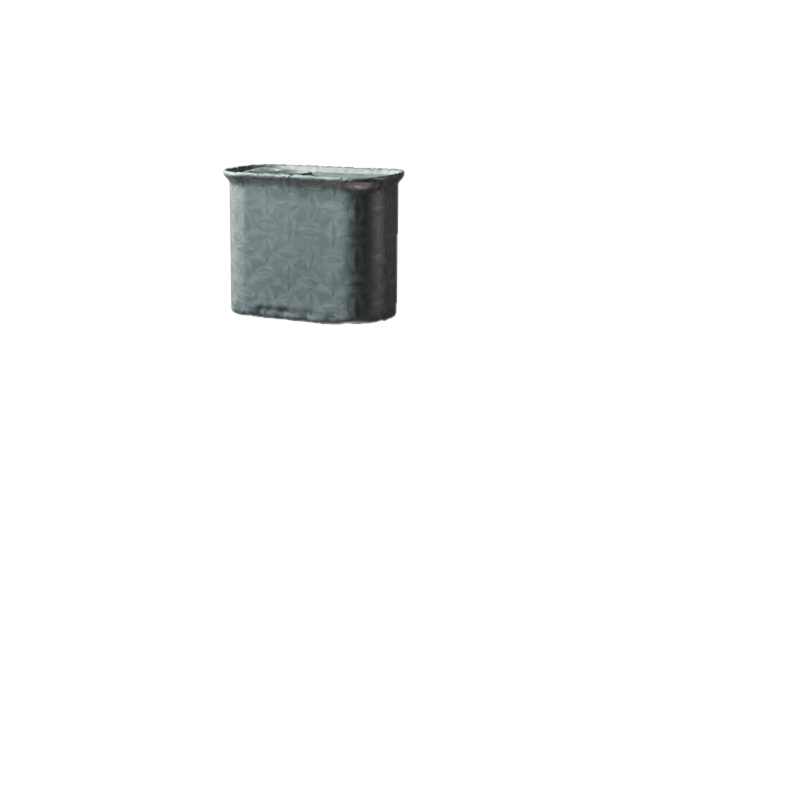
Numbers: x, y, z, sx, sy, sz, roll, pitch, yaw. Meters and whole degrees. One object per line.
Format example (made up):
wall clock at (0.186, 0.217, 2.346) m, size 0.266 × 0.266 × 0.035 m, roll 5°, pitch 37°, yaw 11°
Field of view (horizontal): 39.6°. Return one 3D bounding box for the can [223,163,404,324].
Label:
can at (-0.050, -0.091, 0.640) m, size 0.105 × 0.082 × 0.057 m, roll 7°, pitch 13°, yaw 24°
